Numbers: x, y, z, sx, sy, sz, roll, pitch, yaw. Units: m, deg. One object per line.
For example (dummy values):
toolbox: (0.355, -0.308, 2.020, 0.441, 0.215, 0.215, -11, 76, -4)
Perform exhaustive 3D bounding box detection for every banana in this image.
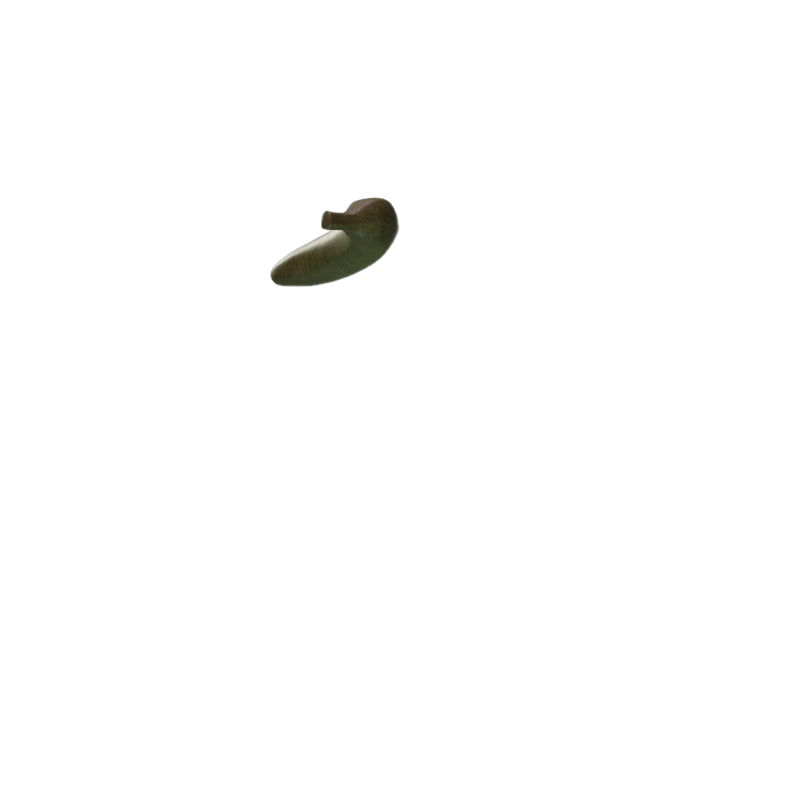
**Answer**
banana: (-0.044, -0.114, 0.801, 0.068, 0.038, 0.196, 2, -8, -16)
